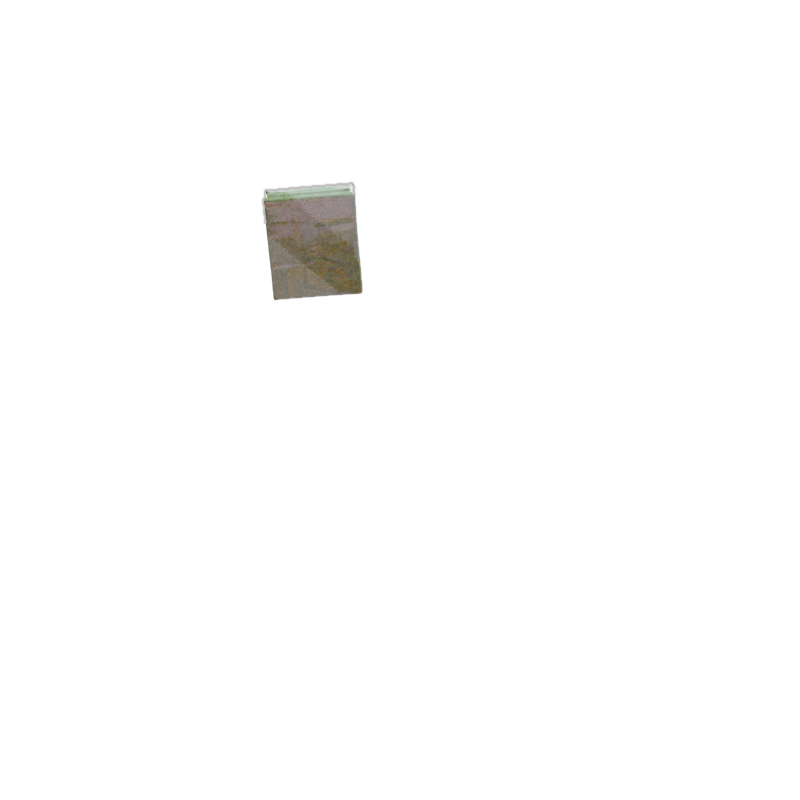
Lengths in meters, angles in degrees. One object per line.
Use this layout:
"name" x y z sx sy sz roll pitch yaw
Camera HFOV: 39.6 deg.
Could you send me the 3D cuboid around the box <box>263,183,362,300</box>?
"box" -0.070 -0.128 0.897 0.073 0.085 0.032 -4 21 1
